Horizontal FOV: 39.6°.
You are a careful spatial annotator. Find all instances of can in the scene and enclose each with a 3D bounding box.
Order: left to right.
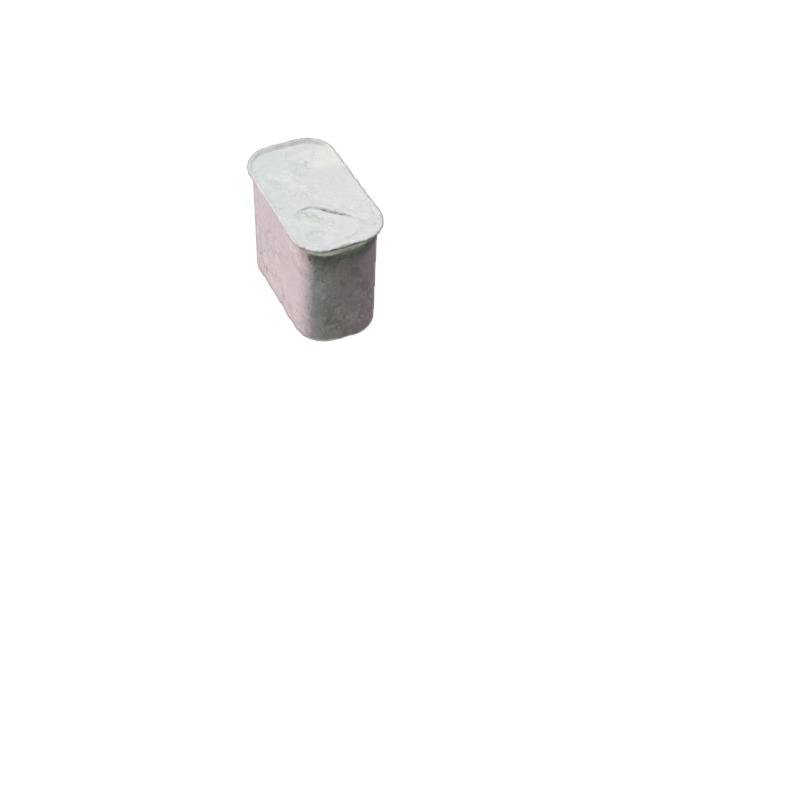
[{"bbox_3d":[-0.054,-0.098,0.688,0.057,0.078,0.110,-18,50,-19],"label":"can"}]
